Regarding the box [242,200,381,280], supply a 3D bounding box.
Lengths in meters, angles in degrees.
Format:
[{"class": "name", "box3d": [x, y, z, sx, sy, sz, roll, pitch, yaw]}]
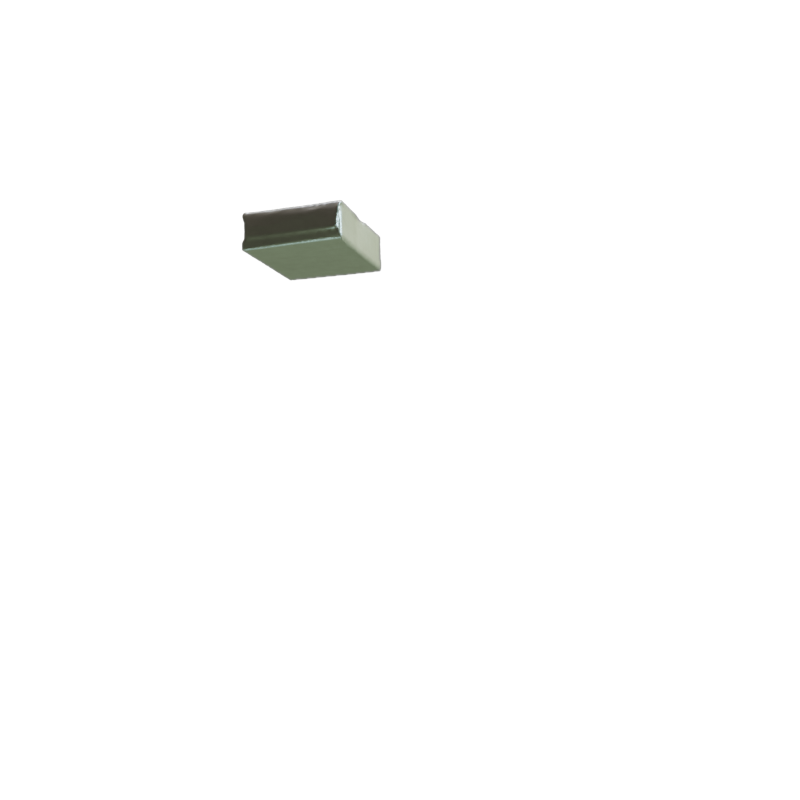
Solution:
[{"class": "box", "box3d": [-0.061, -0.112, 0.785, 0.075, 0.031, 0.084, -4, -12, 19]}]
